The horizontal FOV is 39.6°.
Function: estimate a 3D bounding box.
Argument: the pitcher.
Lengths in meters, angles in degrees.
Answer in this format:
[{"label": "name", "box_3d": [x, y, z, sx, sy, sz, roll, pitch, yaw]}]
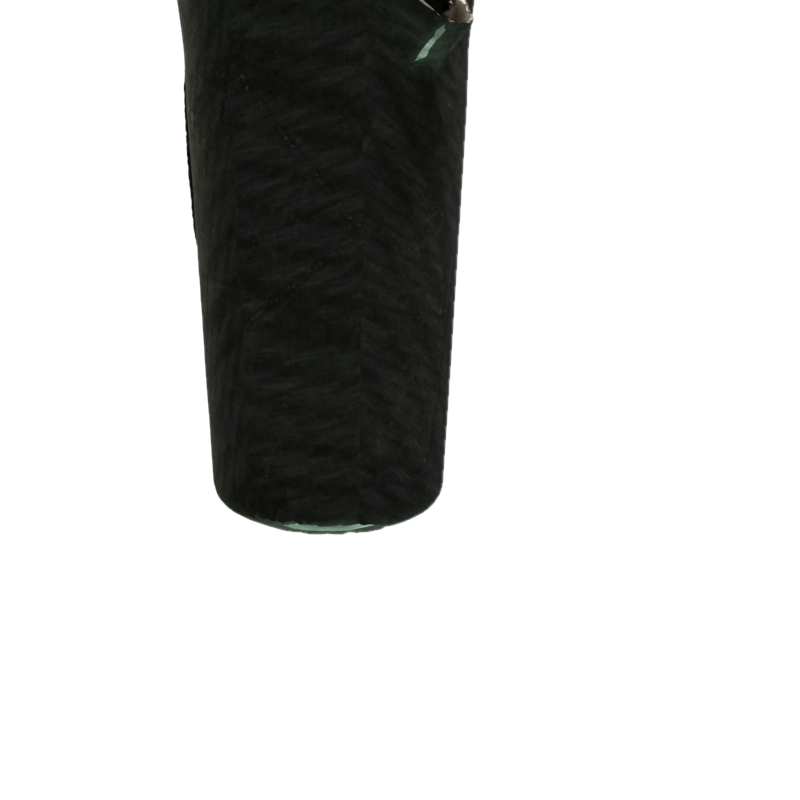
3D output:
[{"label": "pitcher", "box_3d": [-0.040, -0.074, 0.517, 0.146, 0.238, 0.152, 1, 9, 2]}]
